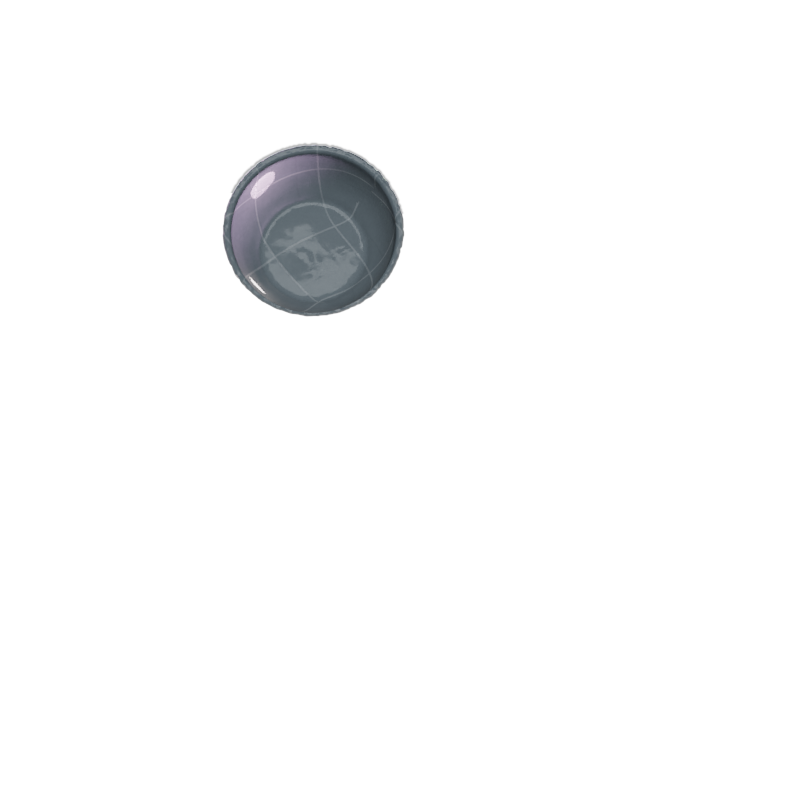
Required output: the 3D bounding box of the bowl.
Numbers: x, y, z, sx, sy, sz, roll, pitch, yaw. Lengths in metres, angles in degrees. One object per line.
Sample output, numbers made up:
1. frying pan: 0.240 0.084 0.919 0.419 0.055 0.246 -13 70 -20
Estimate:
1. bowl: -0.076 -0.138 0.967 0.162 0.155 0.058 1 21 -1
